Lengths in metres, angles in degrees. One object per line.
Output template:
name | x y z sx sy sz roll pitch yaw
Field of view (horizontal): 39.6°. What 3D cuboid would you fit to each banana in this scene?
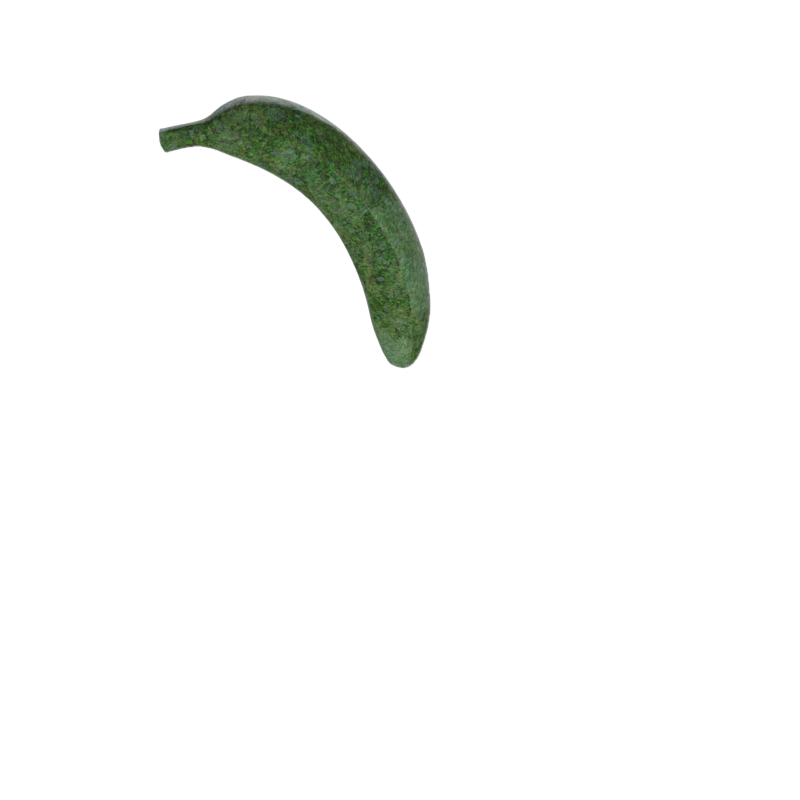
banana | -0.033 -0.094 0.572 0.069 0.186 0.039 -34 30 22
